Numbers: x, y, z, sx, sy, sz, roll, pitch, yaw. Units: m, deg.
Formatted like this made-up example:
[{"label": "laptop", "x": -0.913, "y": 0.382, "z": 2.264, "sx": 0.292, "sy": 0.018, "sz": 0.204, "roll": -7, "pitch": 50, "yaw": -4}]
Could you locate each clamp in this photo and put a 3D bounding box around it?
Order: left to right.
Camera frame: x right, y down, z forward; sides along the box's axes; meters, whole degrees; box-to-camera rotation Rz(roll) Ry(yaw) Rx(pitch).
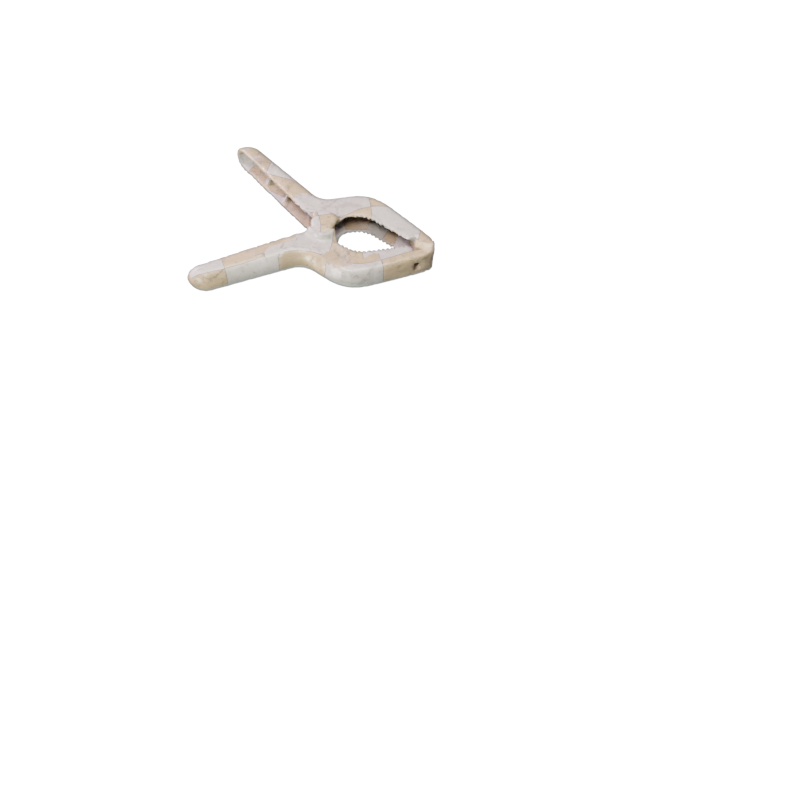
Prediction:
[{"label": "clamp", "x": -0.077, "y": -0.141, "z": 0.985, "sx": 0.215, "sy": 0.172, "sz": 0.034, "roll": 17, "pitch": -33, "yaw": 11}]
